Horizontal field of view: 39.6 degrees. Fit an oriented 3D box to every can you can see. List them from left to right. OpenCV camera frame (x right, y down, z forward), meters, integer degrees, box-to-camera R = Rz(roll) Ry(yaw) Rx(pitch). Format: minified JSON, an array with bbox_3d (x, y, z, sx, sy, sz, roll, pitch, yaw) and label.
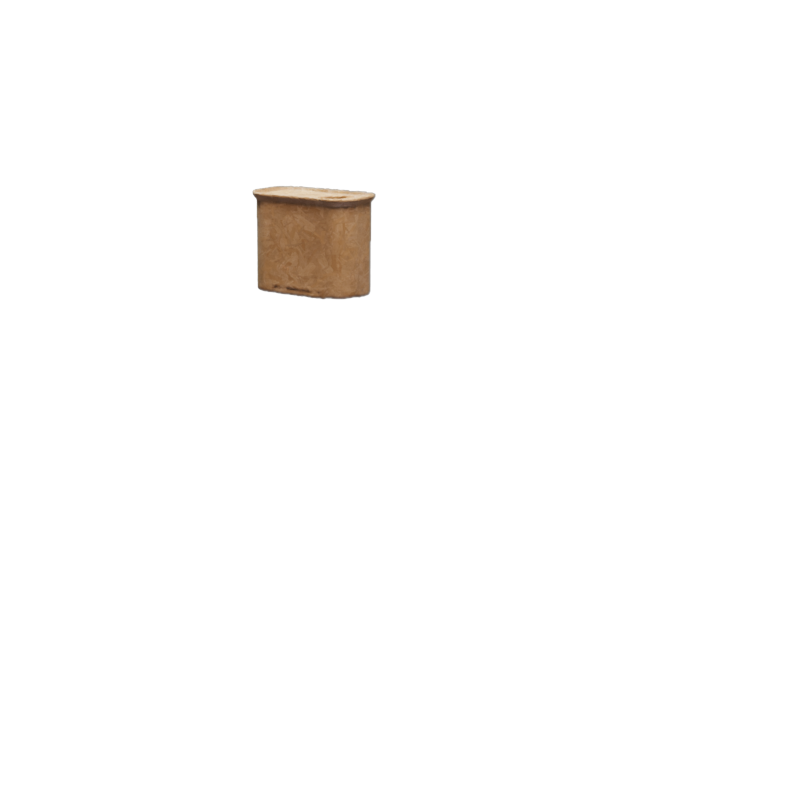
[{"bbox_3d":[-0.072,-0.131,0.919,0.106,0.082,0.056,9,15,31],"label":"can"}]
